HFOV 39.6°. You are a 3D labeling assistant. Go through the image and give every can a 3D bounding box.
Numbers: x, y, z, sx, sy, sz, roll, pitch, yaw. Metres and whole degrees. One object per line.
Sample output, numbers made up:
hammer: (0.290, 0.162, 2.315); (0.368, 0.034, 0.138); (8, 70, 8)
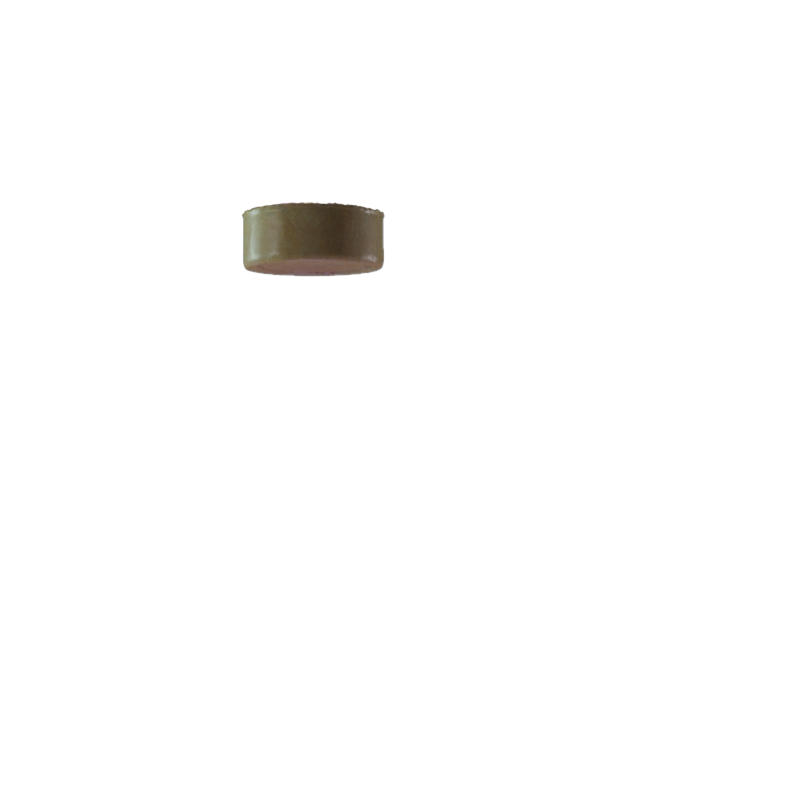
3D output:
can: (-0.052, -0.095, 0.664); (0.086, 0.034, 0.085); (0, -1, -2)
